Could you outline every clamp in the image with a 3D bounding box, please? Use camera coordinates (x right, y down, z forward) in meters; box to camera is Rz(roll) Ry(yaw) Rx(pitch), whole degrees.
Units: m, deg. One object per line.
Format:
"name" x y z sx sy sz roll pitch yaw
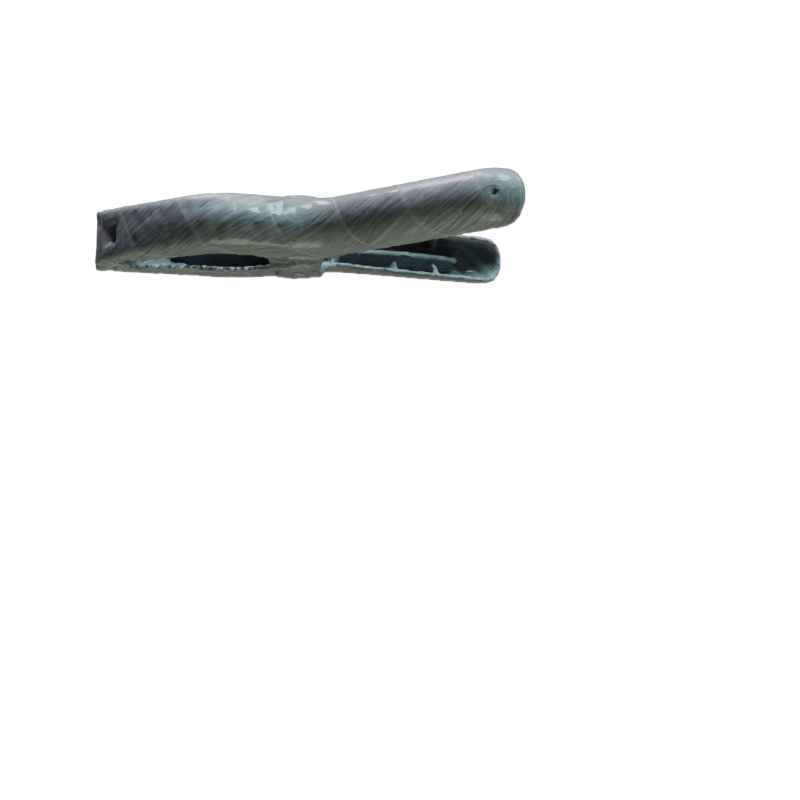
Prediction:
"clamp" -0.043 -0.078 0.545 0.213 0.037 0.159 -1 -5 11
